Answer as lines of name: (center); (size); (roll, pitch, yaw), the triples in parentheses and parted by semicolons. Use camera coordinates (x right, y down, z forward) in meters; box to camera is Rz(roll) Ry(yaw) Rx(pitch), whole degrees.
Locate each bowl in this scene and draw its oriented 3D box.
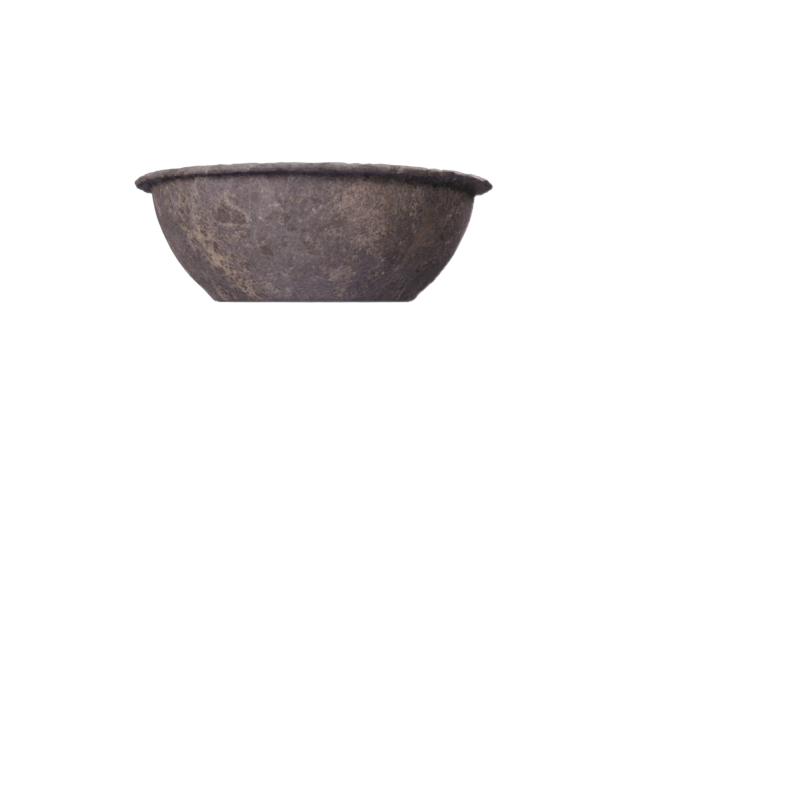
bowl: (-0.040, -0.072, 0.506); (0.162, 0.055, 0.163); (0, 4, -2)
